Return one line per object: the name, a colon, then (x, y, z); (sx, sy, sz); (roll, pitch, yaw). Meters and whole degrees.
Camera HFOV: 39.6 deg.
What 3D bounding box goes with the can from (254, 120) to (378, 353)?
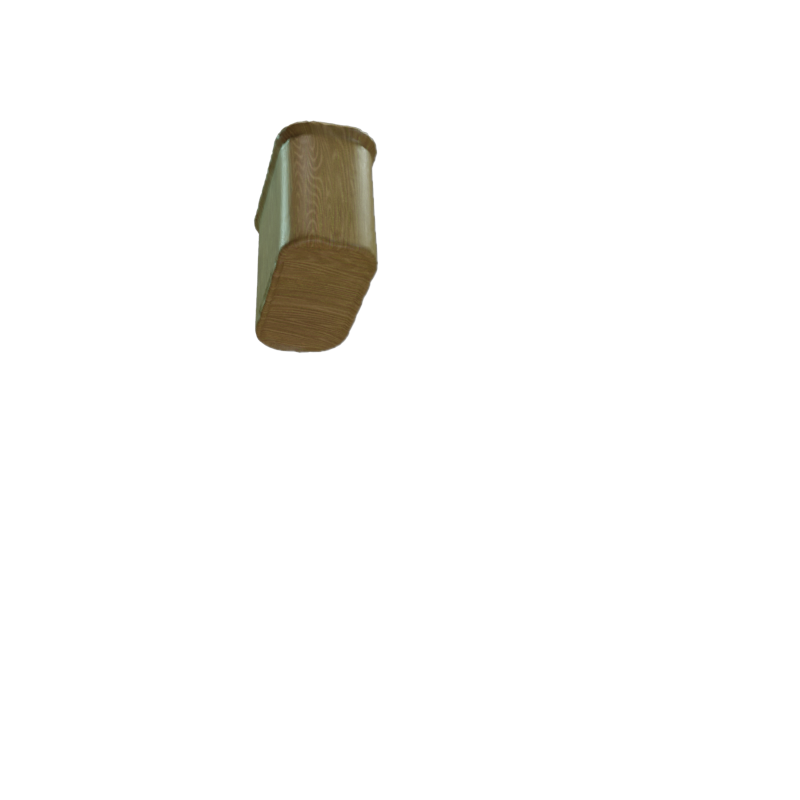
can: (-0.047, -0.087, 0.606); (0.056, 0.090, 0.097); (8, -38, -13)
